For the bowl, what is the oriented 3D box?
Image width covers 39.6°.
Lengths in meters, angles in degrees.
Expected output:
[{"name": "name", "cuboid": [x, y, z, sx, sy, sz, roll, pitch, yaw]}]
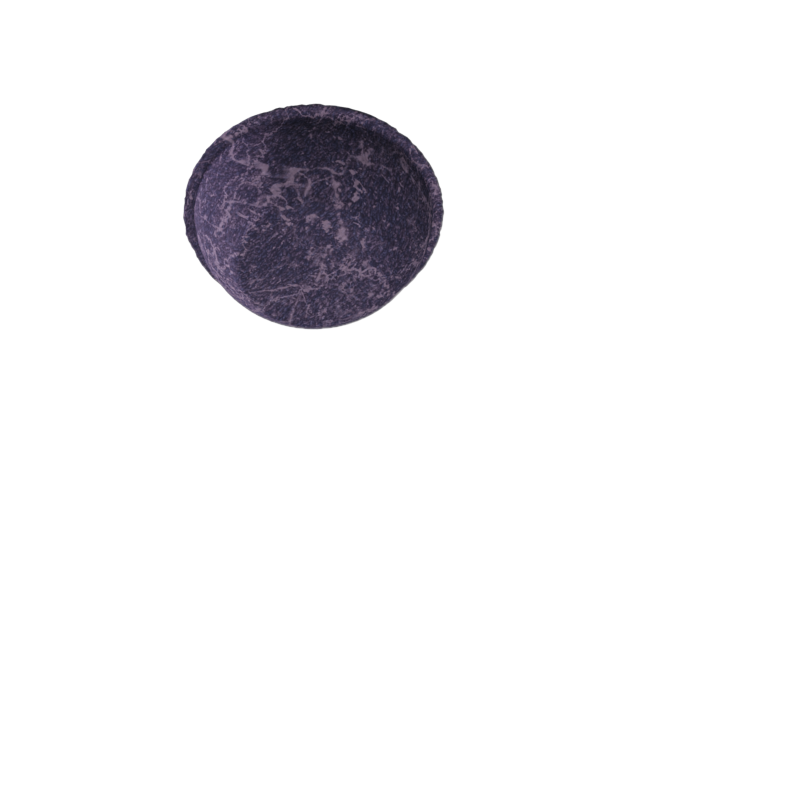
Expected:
[{"name": "bowl", "cuboid": [-0.052, -0.095, 0.668, 0.162, 0.151, 0.059, 1, 40, -1]}]
